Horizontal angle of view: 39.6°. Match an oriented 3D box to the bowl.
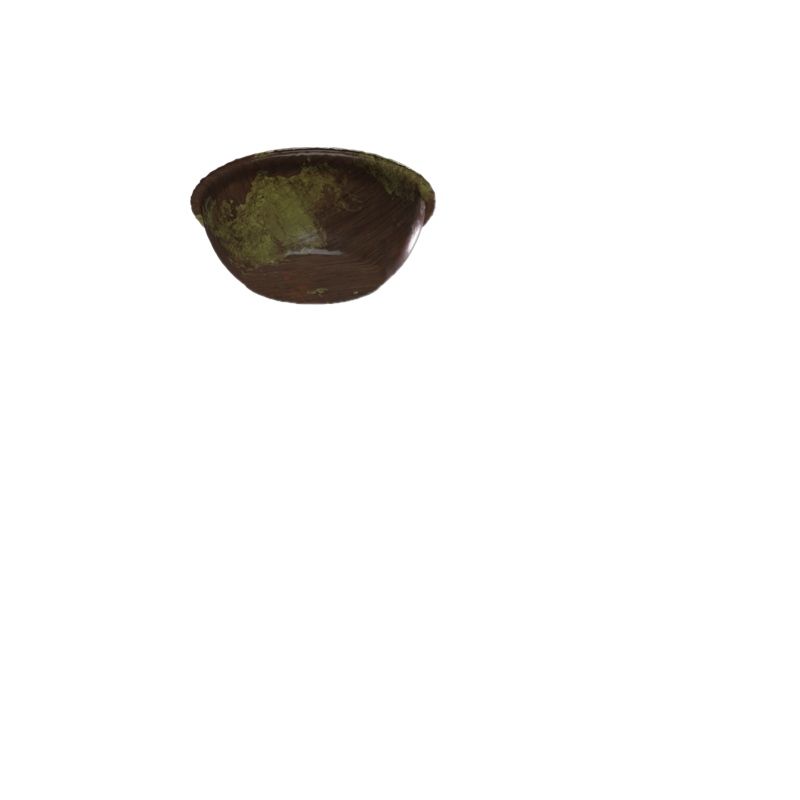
[{"bbox_3d":[-0.056,-0.103,0.720,0.162,0.058,0.155,0,-17,-2],"label":"bowl"}]
